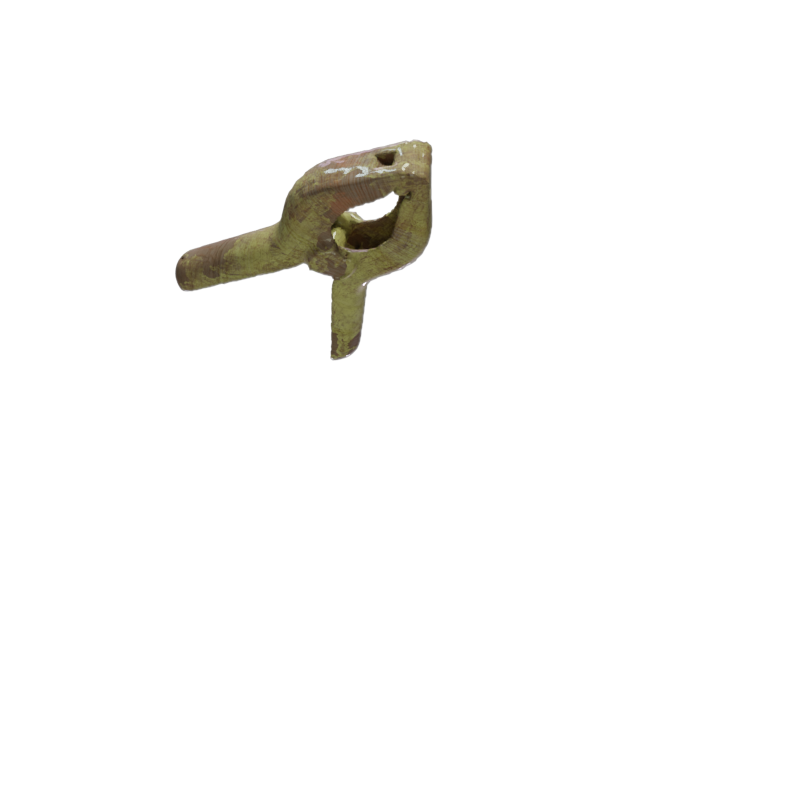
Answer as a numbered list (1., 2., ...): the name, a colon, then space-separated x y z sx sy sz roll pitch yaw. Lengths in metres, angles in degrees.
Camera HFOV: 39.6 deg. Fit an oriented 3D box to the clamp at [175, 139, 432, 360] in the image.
1. clamp: -0.047 -0.087 0.606 0.116 0.042 0.166 16 -40 -21
